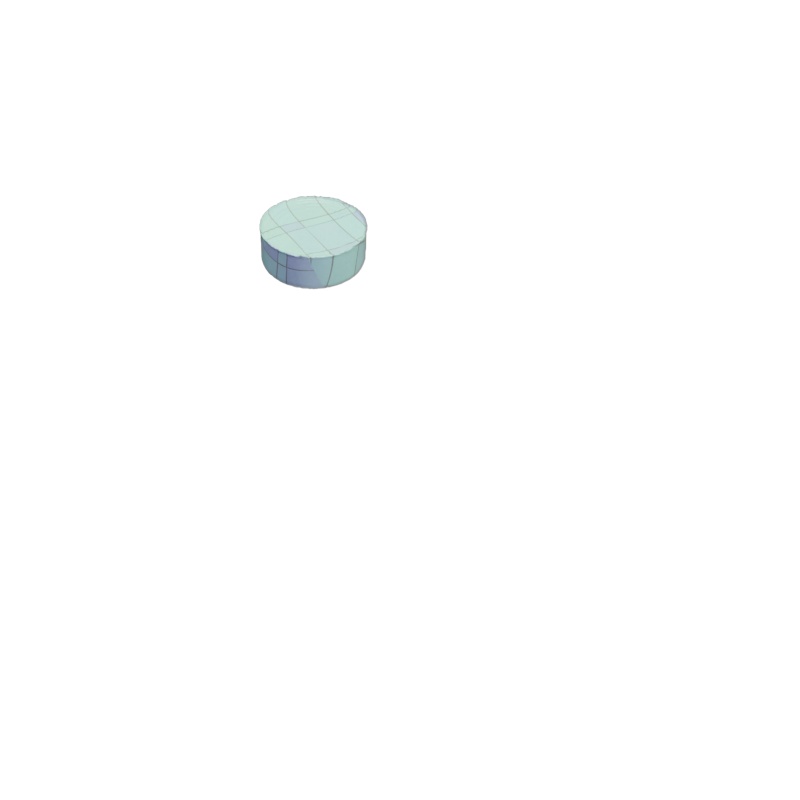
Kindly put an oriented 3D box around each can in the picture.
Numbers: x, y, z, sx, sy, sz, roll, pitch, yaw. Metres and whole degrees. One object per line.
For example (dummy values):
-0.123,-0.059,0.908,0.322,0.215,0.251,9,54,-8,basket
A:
-0.069,-0.127,0.888,0.086,0.031,0.092,-1,40,-2,can
